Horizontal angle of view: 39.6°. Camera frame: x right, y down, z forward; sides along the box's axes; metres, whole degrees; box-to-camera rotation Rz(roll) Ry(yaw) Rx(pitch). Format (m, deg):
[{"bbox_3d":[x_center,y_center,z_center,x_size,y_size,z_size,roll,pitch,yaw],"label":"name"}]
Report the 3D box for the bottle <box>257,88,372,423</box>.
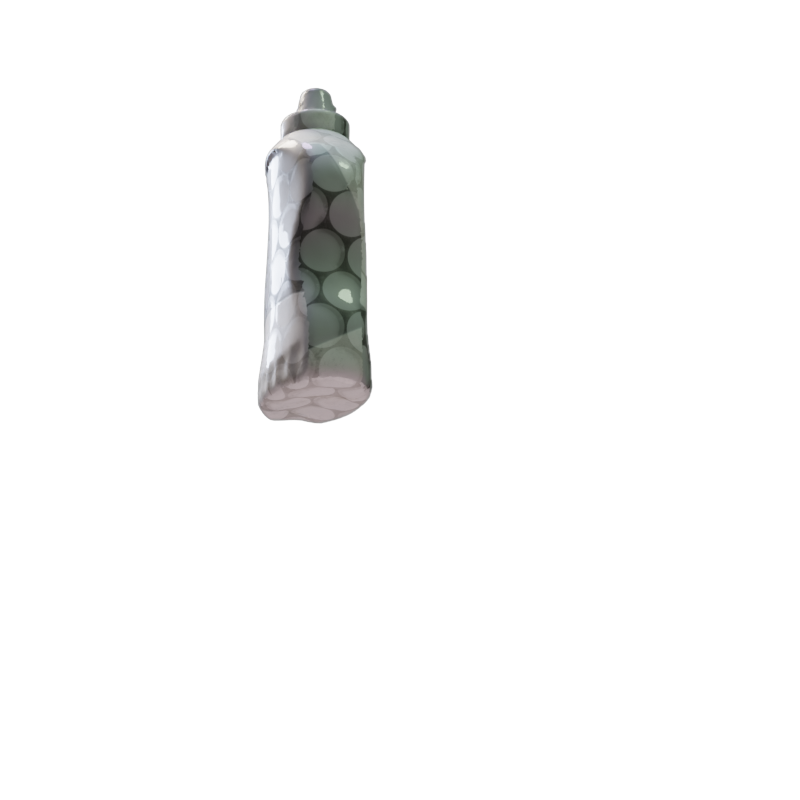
[{"bbox_3d":[-0.049,-0.090,0.629,0.057,0.201,0.093,4,-21,-15],"label":"bottle"}]
